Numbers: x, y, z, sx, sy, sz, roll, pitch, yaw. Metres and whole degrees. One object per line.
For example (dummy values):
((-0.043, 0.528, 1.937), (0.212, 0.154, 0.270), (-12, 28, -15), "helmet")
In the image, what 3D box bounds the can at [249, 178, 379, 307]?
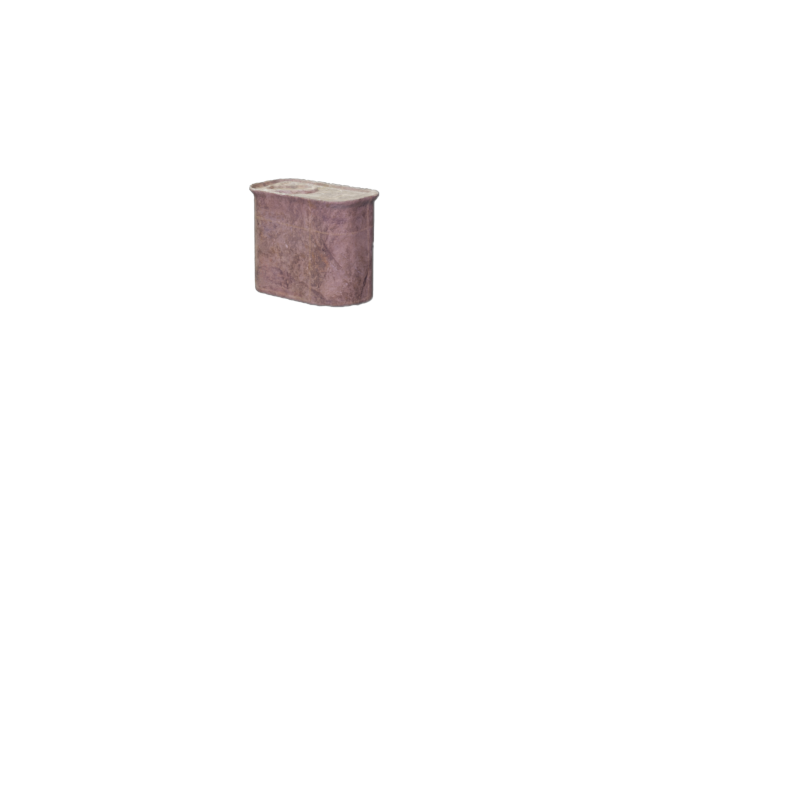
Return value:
((-0.067, -0.122, 0.854), (0.107, 0.081, 0.057), (14, 21, 36), "can")
